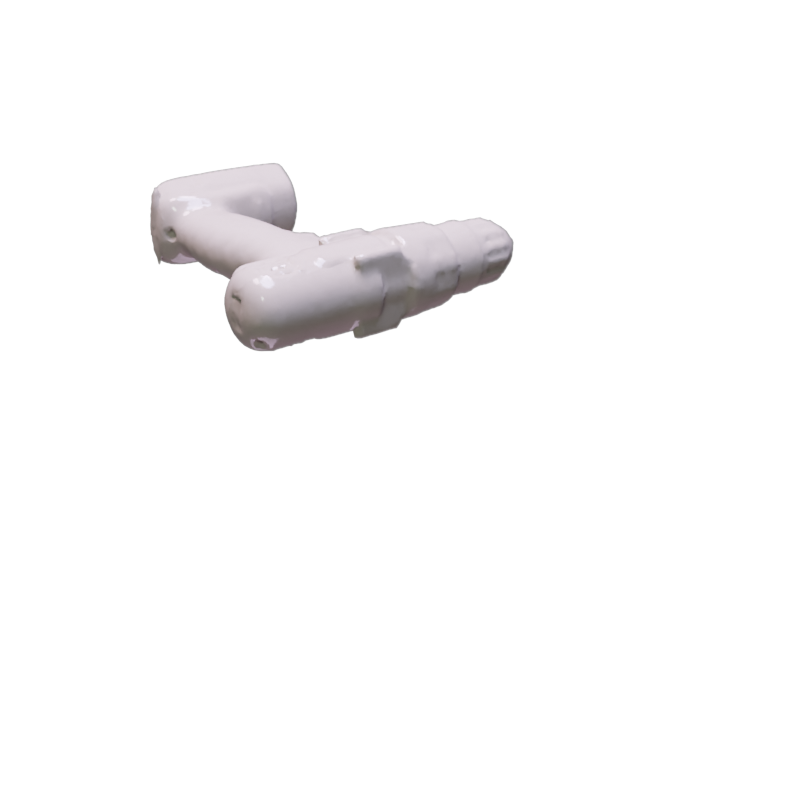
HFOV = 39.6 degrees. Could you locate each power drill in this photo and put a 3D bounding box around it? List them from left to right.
[{"bbox_3d":[-0.052,-0.095,0.668,0.181,0.055,0.200,-16,29,-32],"label":"power drill"}]
